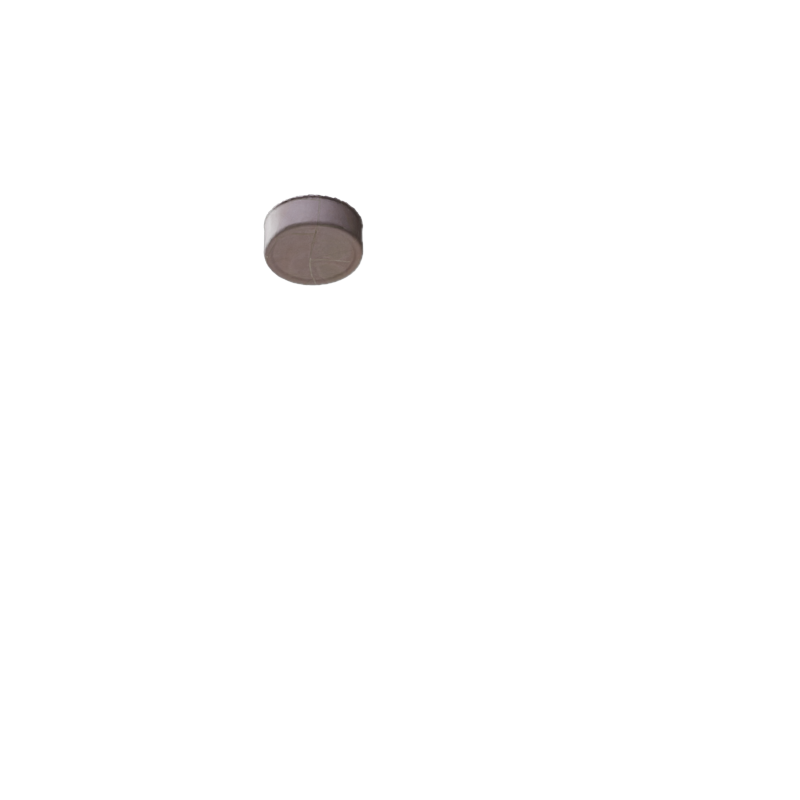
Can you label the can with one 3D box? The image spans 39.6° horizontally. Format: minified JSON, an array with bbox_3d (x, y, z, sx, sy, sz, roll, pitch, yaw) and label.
[{"bbox_3d":[-0.074,-0.135,0.945,0.086,0.036,0.080,1,-34,-2],"label":"can"}]
